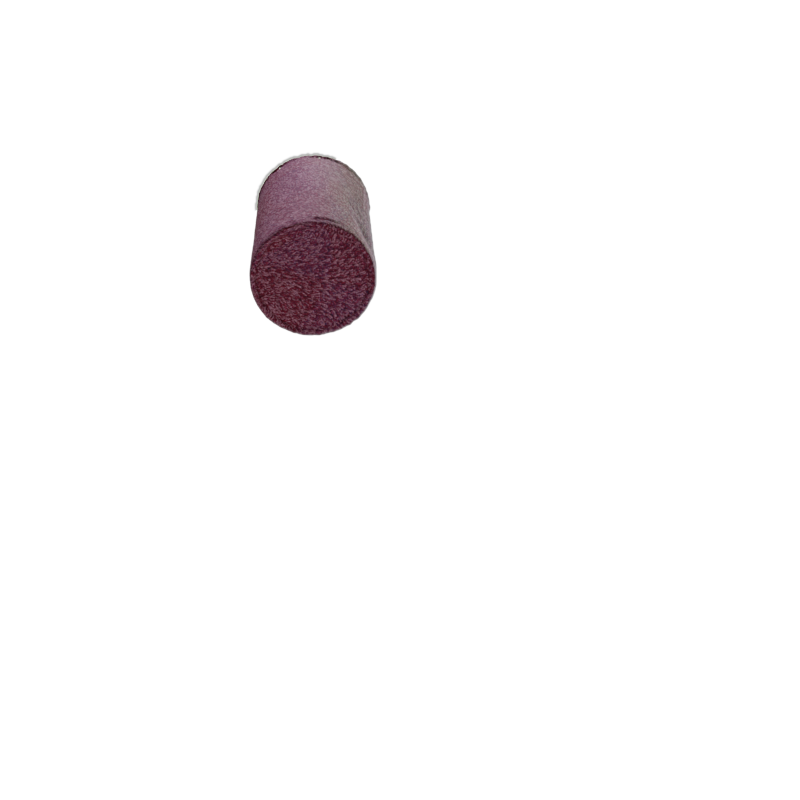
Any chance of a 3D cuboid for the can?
[{"bbox_3d":[-0.048,-0.088,0.618,0.068,0.065,0.108,0,29,-3],"label":"can"}]
